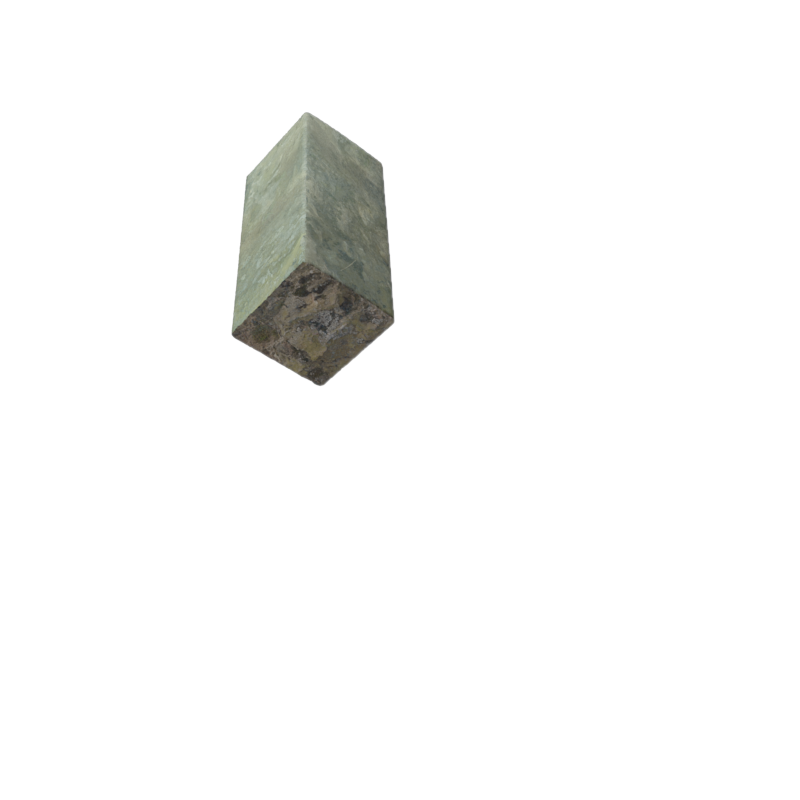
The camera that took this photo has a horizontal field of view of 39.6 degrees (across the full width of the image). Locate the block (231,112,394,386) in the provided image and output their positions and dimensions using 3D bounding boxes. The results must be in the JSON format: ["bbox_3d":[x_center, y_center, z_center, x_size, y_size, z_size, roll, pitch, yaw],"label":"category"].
[{"bbox_3d":[-0.069,-0.127,0.892,0.085,0.221,0.089,31,-57,-28],"label":"block"}]
